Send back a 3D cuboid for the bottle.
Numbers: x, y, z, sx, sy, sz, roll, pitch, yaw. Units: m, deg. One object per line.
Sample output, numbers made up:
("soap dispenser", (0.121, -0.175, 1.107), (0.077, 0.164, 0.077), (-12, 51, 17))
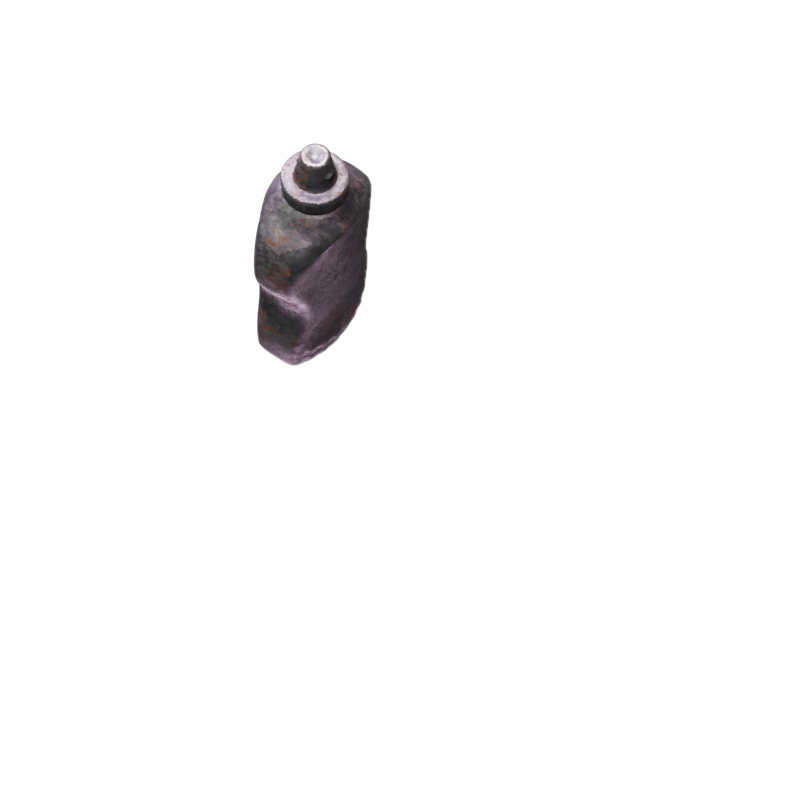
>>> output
("bottle", (-0.055, -0.102, 0.714), (0.060, 0.098, 0.181), (33, -24, 11))
